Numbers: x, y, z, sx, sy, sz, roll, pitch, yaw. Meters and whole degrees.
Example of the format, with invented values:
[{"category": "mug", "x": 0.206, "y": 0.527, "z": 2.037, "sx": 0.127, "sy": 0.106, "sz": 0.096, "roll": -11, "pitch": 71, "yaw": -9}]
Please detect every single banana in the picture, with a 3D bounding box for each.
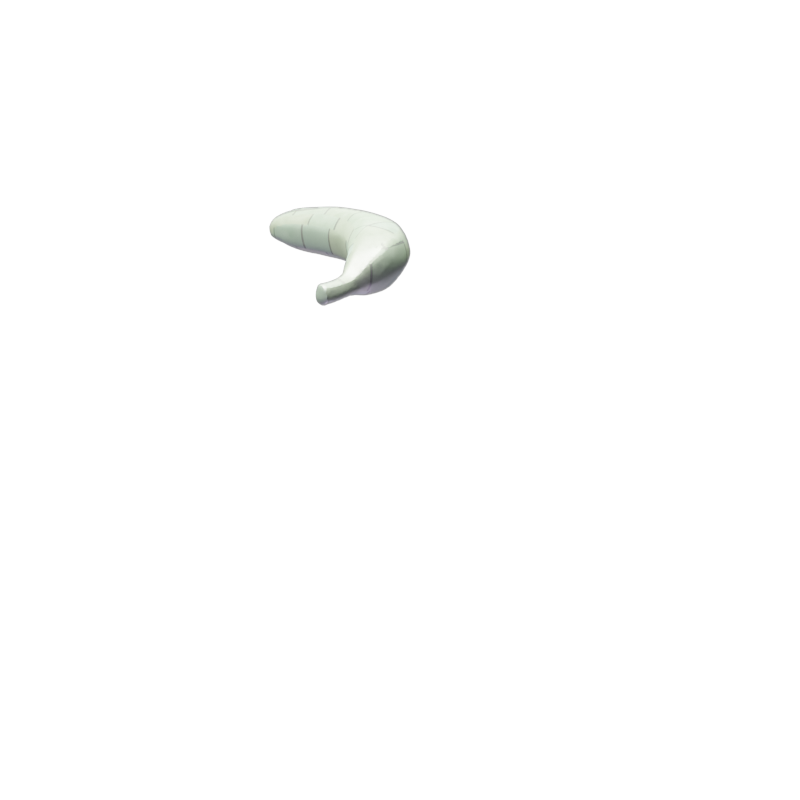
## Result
[{"category": "banana", "x": -0.036, "y": -0.100, "z": 0.699, "sx": 0.069, "sy": 0.036, "sz": 0.207, "roll": -4, "pitch": 18, "yaw": -13}]
